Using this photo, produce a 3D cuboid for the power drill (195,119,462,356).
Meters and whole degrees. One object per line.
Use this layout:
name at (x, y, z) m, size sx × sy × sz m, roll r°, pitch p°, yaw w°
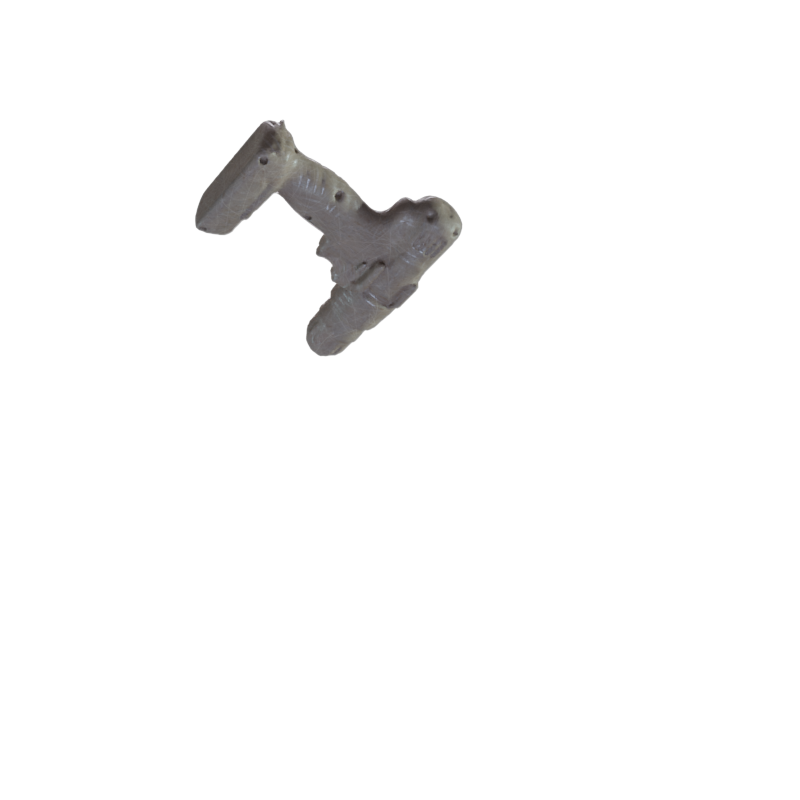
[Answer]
power drill at (-0.071, -0.130, 0.913) m, size 0.179 × 0.180 × 0.061 m, roll 31°, pitch 32°, yaw -22°
